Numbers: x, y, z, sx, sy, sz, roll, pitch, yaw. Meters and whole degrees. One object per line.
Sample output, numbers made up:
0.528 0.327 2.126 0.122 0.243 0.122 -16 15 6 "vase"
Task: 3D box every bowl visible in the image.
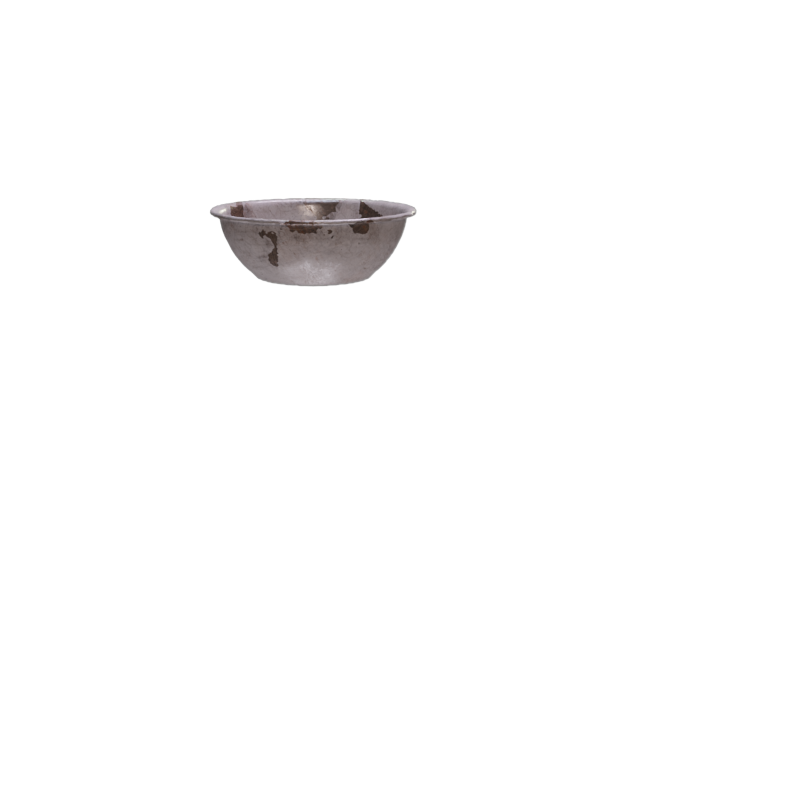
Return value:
-0.068 -0.124 0.870 0.162 0.053 0.167 -1 16 -2 "bowl"
